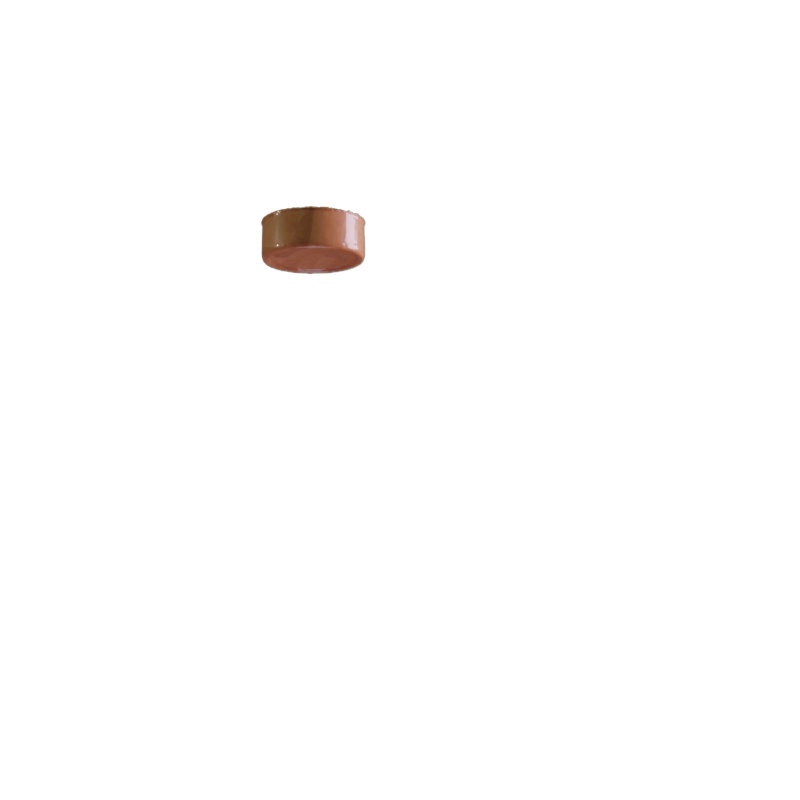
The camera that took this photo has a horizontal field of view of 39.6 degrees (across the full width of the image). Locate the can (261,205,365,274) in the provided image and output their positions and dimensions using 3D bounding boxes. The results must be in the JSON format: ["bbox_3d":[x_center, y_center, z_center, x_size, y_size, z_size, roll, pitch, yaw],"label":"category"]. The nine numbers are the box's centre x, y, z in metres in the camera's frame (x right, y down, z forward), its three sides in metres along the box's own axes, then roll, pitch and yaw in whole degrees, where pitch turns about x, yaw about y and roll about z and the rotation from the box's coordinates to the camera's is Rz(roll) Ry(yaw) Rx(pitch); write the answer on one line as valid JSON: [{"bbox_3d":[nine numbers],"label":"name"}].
[{"bbox_3d":[-0.071,-0.129,0.905,0.086,0.035,0.083,0,-10,-2],"label":"can"}]
